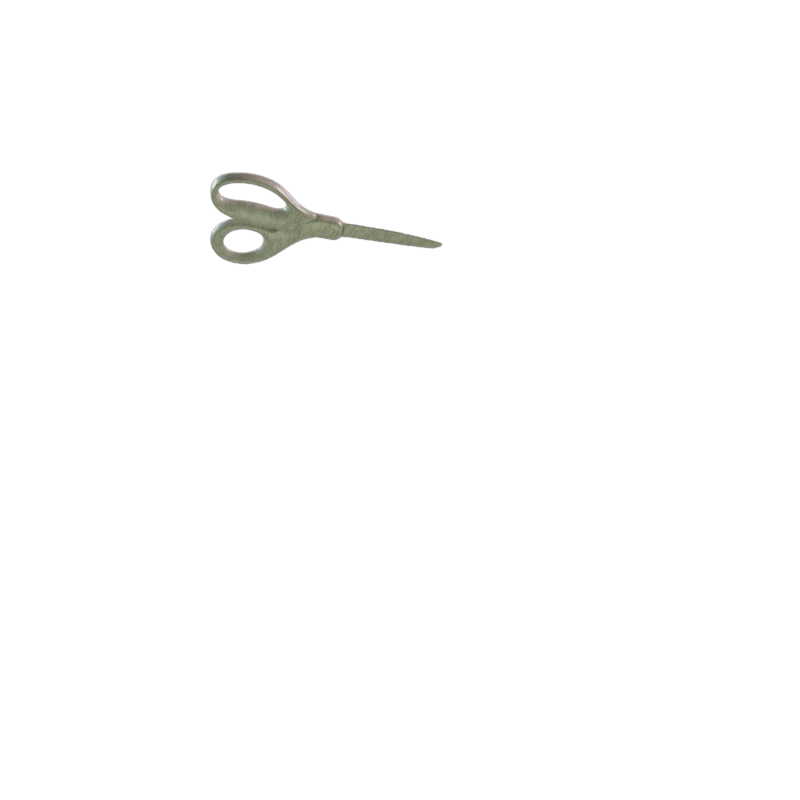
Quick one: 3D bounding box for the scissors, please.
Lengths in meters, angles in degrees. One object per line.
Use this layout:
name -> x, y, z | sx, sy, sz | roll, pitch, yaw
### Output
scissors -> -0.074, -0.135, 0.948 | 0.195, 0.093, 0.017 | 21, 37, -17
